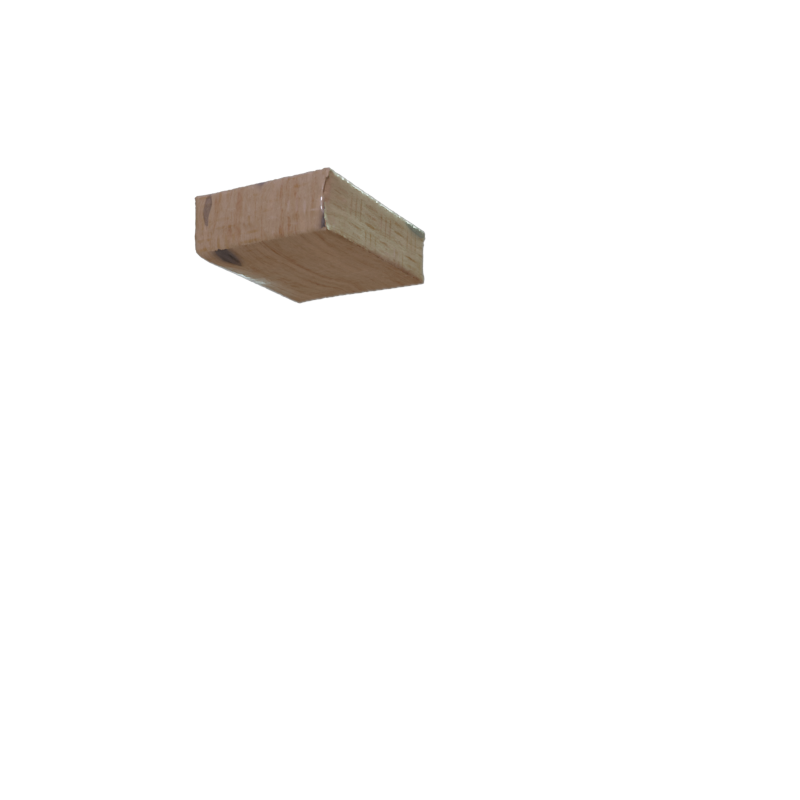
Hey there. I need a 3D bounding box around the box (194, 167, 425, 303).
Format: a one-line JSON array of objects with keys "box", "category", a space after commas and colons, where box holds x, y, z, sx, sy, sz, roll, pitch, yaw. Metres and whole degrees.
[{"box": [-0.050, -0.090, 0.633, 0.092, 0.040, 0.107, -7, -14, 29], "category": "box"}]
